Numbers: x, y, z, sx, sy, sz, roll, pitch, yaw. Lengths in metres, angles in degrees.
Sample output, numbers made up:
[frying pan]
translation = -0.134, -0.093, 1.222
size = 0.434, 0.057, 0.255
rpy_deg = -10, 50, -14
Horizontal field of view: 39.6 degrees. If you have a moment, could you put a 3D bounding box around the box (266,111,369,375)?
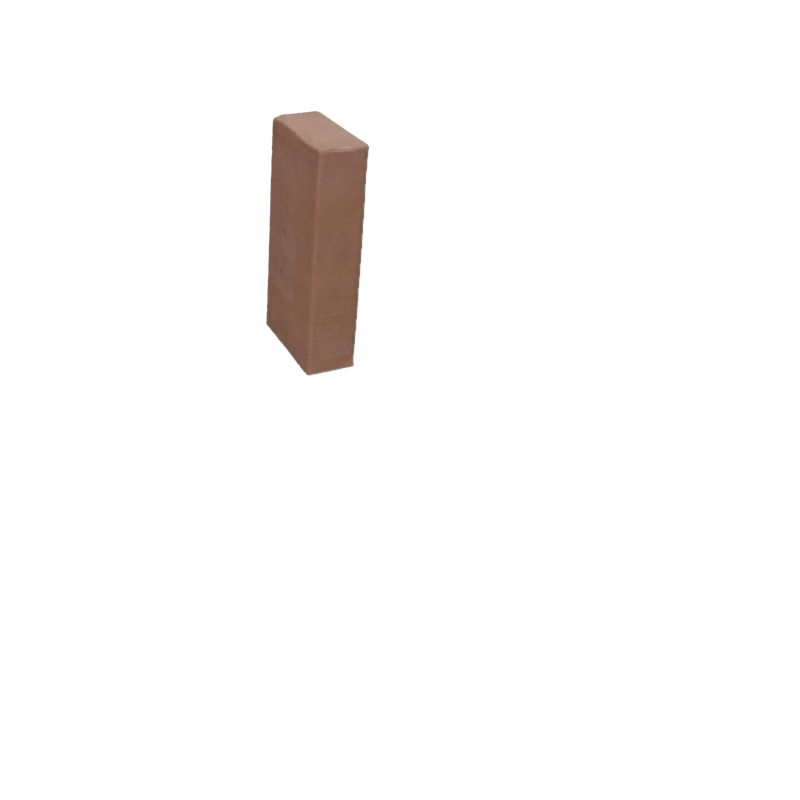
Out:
[box]
translation = -0.065, -0.118, 0.827
size = 0.047, 0.167, 0.100
rpy_deg = -10, 28, -24
